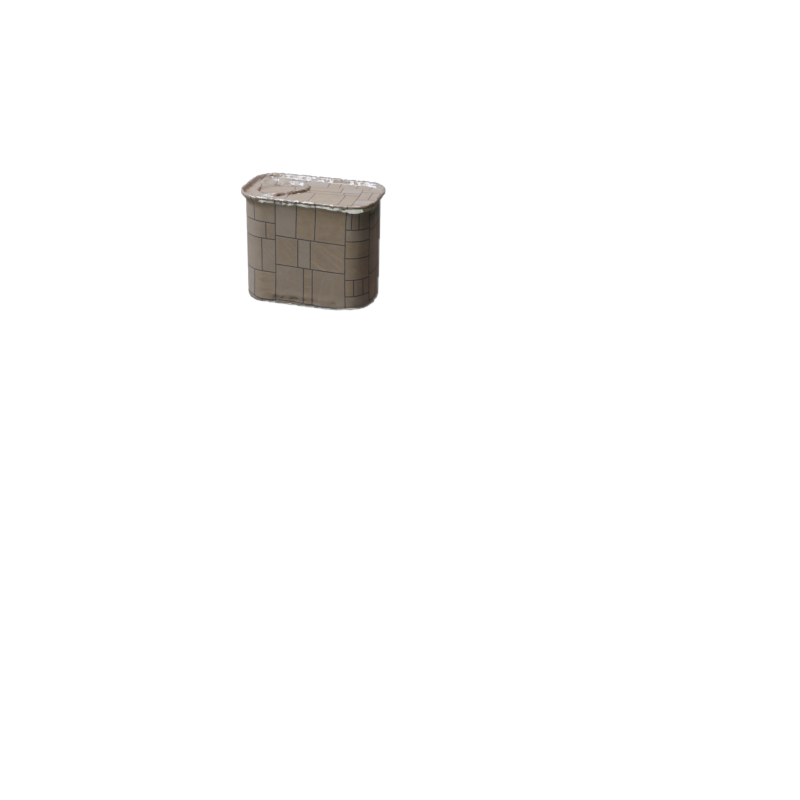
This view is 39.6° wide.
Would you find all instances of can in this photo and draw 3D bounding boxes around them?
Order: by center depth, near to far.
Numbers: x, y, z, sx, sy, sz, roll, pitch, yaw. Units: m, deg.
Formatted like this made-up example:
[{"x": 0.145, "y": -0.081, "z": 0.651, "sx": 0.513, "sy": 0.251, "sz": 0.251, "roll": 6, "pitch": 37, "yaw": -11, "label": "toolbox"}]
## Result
[{"x": -0.064, "y": -0.116, "z": 0.816, "sx": 0.104, "sy": 0.080, "sz": 0.059, "roll": 8, "pitch": 26, "yaw": 15, "label": "can"}]
